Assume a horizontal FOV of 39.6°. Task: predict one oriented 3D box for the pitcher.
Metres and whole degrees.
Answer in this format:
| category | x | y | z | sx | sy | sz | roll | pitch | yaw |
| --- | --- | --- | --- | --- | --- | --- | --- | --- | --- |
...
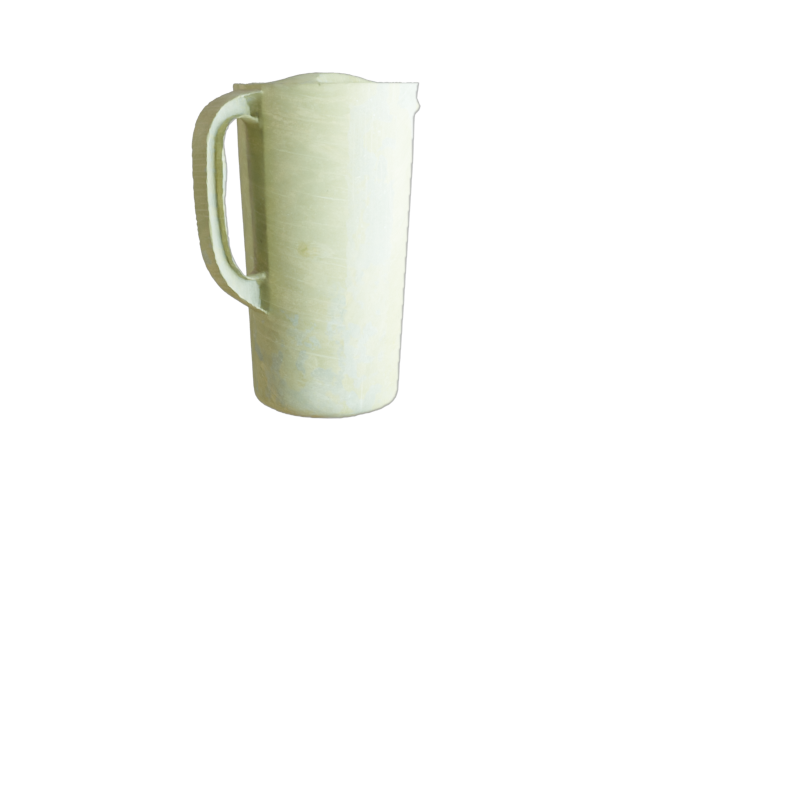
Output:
| category | x | y | z | sx | sy | sz | roll | pitch | yaw |
| --- | --- | --- | --- | --- | --- | --- | --- | --- | --- |
| pitcher | -0.063 | -0.115 | 0.804 | 0.151 | 0.238 | 0.147 | 2 | 10 | 6 |
